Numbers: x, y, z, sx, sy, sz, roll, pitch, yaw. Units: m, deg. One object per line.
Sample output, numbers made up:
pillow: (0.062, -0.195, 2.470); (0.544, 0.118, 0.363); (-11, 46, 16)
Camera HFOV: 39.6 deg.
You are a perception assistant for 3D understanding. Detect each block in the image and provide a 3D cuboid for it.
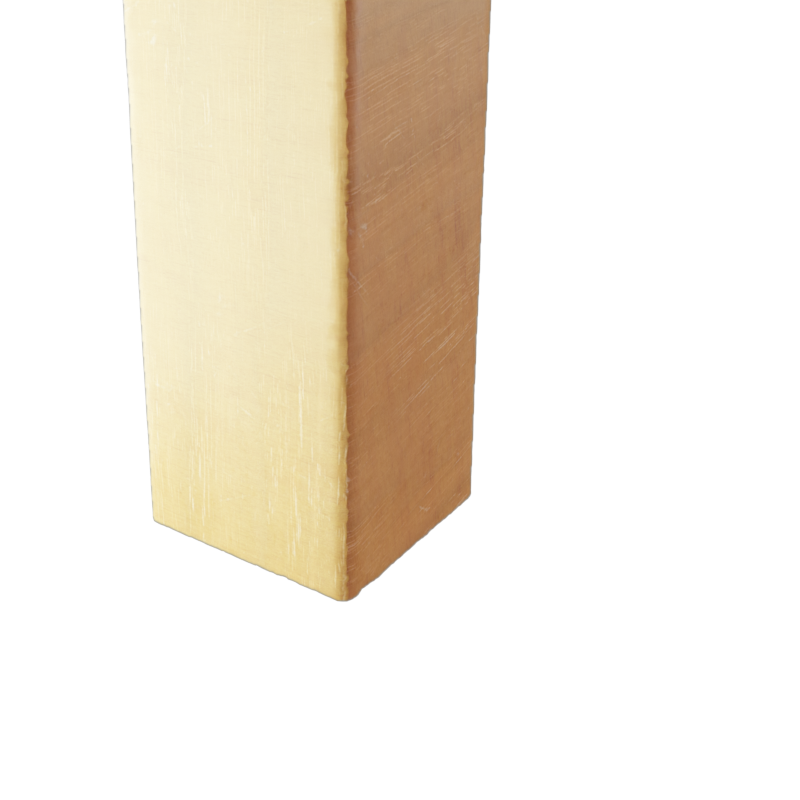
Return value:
block: (-0.031, -0.055, 0.383); (0.095, 0.197, 0.090); (14, 23, 31)
